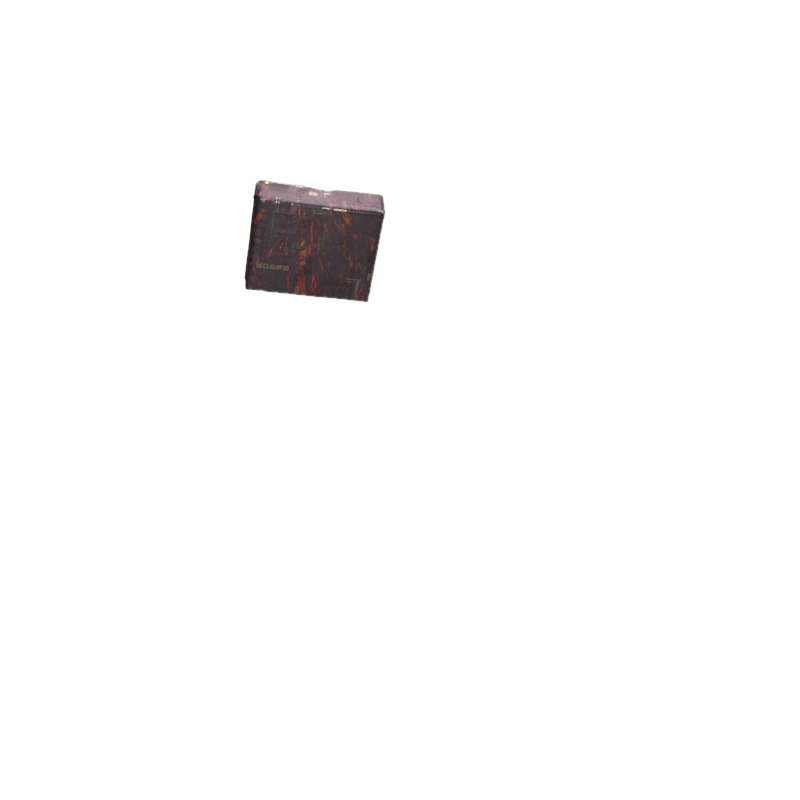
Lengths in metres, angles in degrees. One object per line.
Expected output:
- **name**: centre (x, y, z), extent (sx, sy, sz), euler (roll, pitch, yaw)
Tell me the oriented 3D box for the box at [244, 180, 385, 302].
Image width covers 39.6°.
- **box**: centre (-0.060, -0.109, 0.765), extent (0.089, 0.069, 0.032), euler (7, 31, -5)
